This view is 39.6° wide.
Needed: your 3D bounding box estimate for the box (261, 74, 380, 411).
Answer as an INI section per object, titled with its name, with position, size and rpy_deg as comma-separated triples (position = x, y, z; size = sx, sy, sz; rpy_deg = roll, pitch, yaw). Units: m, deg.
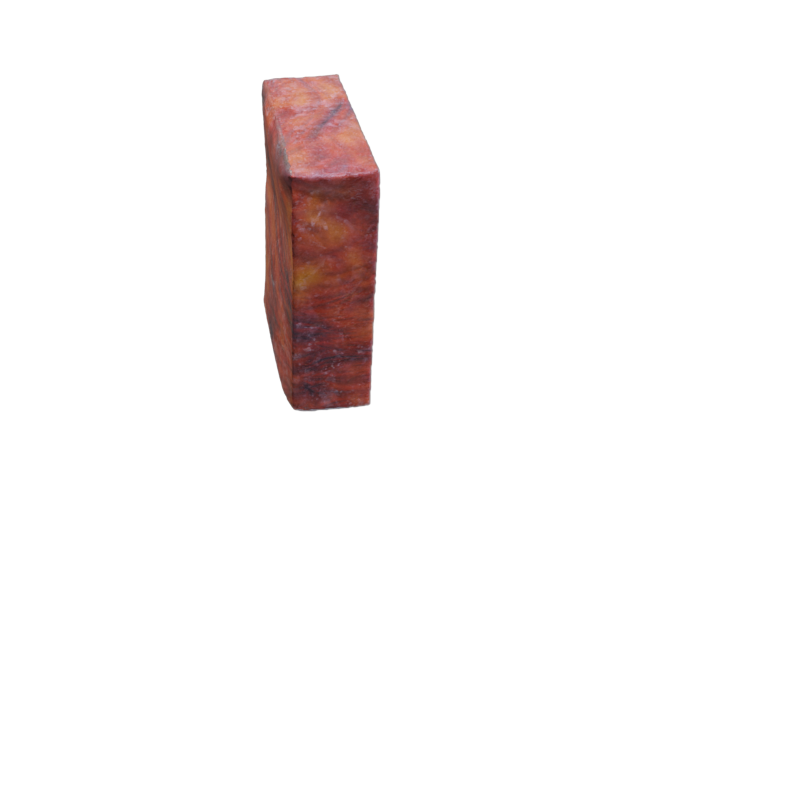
[box]
position = -0.068, -0.124, 0.872
size = 0.071, 0.200, 0.177
rpy_deg = -5, 37, -11
